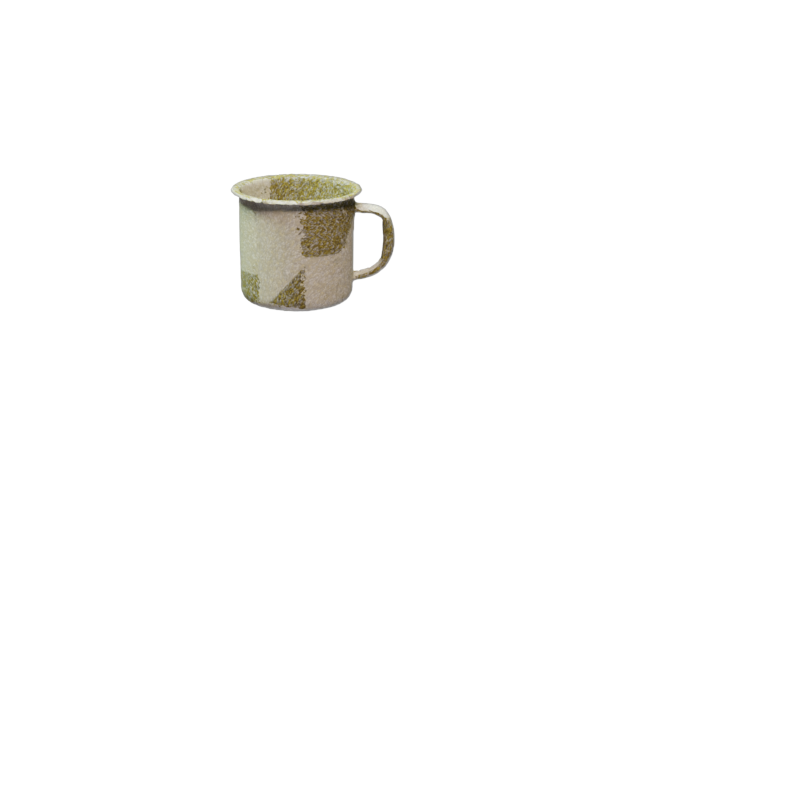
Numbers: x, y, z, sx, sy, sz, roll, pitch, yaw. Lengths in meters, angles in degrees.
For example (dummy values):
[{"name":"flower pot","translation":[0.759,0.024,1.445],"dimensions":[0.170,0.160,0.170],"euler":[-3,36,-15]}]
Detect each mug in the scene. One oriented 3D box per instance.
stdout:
[{"name":"mug","translation":[-0.062,-0.114,0.798],"dimensions":[0.116,0.078,0.098],"euler":[-1,20,-4]}]
